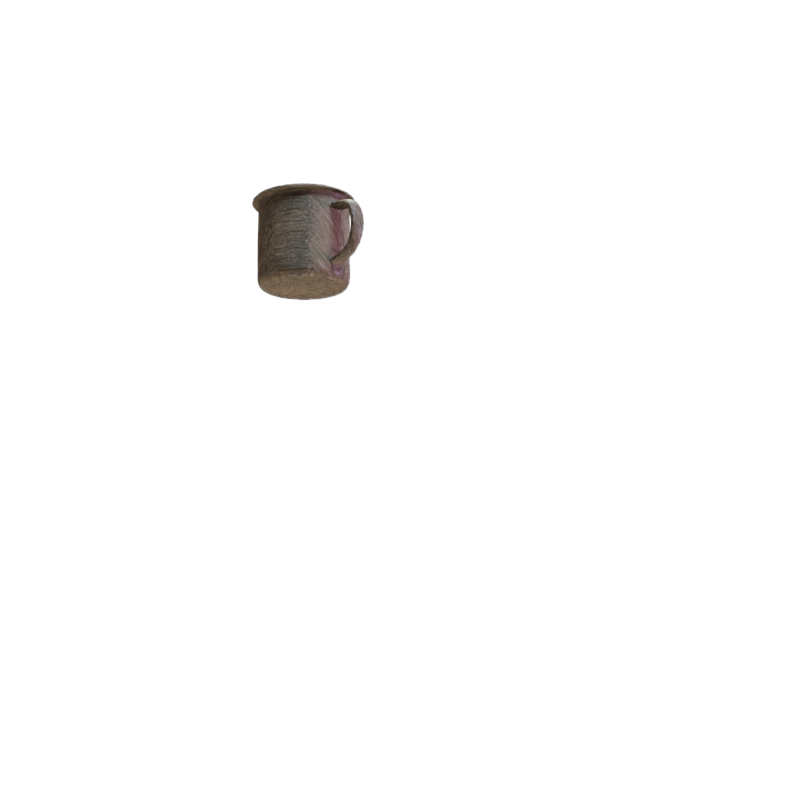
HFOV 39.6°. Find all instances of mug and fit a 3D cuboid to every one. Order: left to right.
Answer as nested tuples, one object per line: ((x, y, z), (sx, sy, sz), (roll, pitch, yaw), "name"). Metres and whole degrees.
((-0.077, -0.140, 0.978), (0.119, 0.085, 0.088), (-13, -20, 40), "mug")
